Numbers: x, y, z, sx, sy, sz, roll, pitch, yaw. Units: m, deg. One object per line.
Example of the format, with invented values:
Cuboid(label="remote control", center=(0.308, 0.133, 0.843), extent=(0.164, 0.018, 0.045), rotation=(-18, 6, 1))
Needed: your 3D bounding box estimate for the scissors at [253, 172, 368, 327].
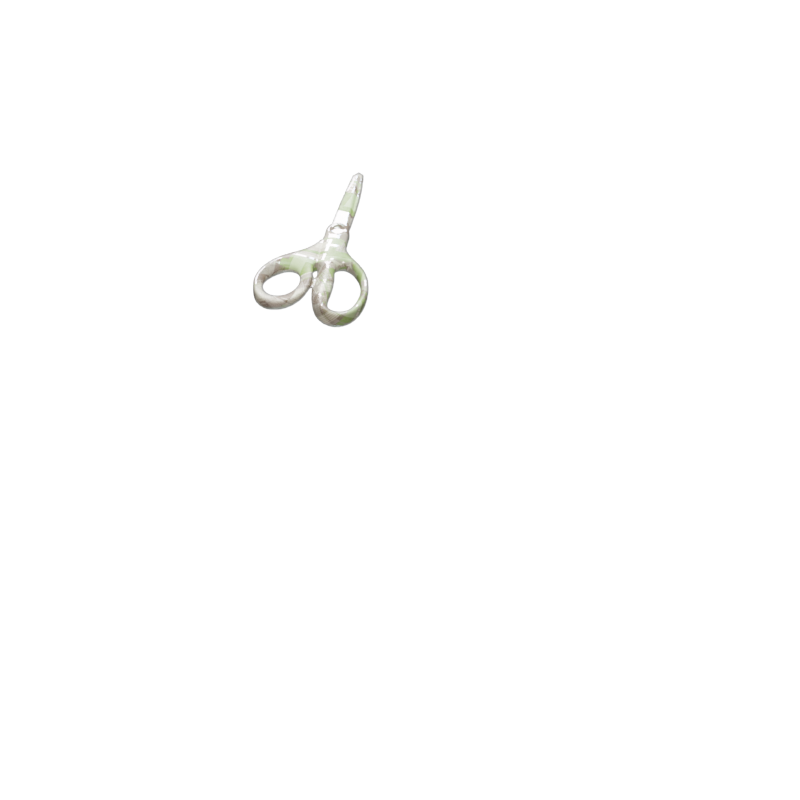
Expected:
Cuboid(label="scissors", center=(-0.069, -0.127, 0.887), extent=(0.096, 0.015, 0.217), rotation=(-3, 40, -4))
